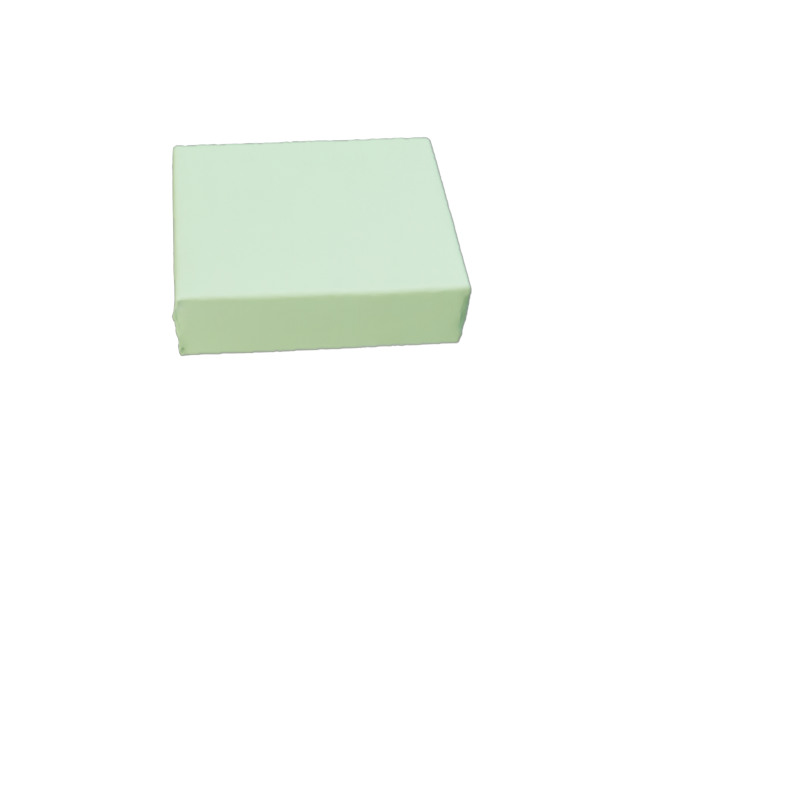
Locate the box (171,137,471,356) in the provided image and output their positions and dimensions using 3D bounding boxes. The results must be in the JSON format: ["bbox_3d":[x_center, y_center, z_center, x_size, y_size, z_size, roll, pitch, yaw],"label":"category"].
[{"bbox_3d":[-0.035,-0.064,0.448,0.113,0.097,0.036,-5,-43,-5],"label":"box"}]
